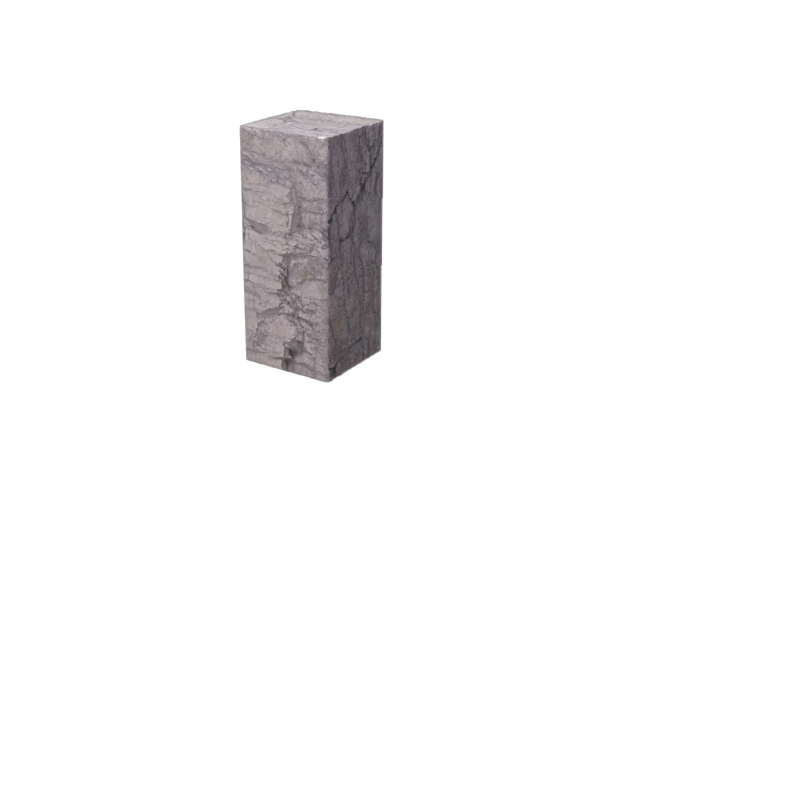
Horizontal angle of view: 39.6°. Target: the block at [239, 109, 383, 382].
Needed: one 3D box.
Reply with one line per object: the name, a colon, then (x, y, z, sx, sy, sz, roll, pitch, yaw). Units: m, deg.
block: (-0.074, -0.134, 0.939, 0.095, 0.198, 0.090, 13, 22, 30)
